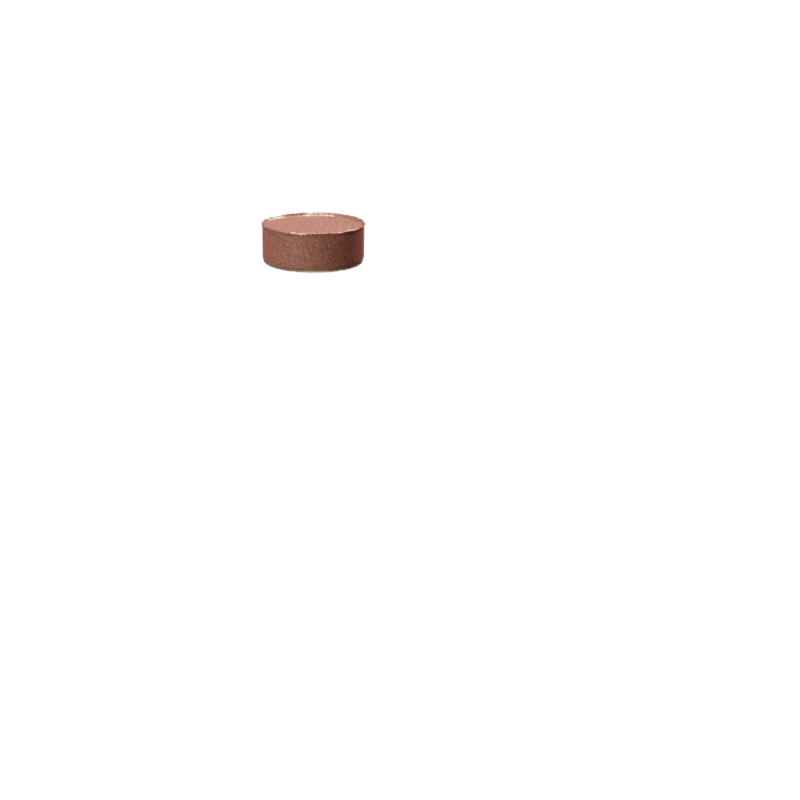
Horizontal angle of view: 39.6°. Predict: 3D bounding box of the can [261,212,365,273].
[{"bbox_3d":[-0.072,-0.131,0.919,0.086,0.032,0.089,-1,19,-2],"label":"can"}]
